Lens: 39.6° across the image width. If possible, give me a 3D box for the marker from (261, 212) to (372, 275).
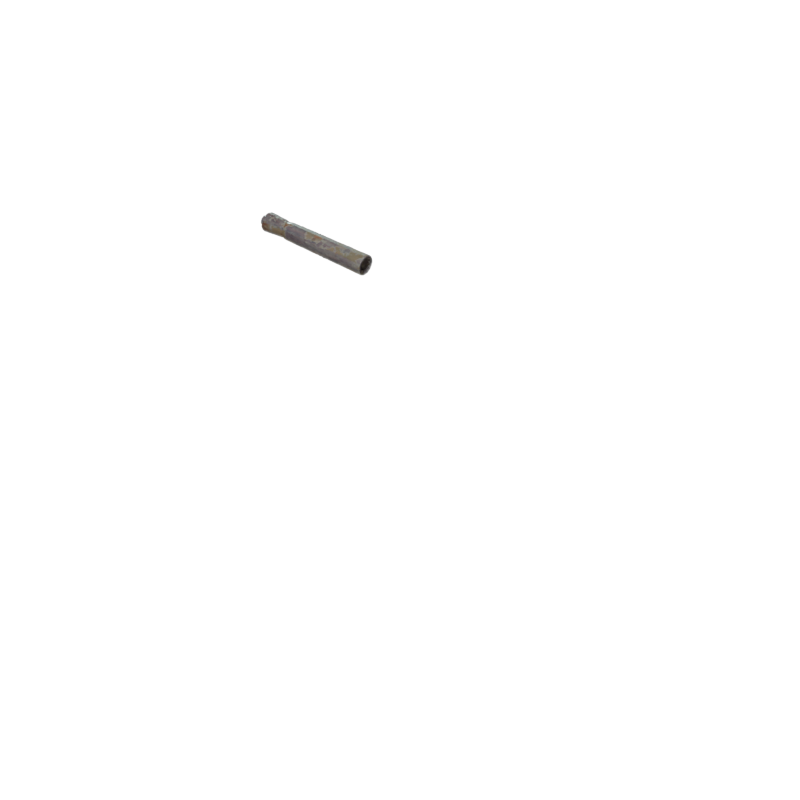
[{"bbox_3d":[-0.078,-0.142,0.992,0.128,0.019,0.019,28,18,32],"label":"marker"}]
